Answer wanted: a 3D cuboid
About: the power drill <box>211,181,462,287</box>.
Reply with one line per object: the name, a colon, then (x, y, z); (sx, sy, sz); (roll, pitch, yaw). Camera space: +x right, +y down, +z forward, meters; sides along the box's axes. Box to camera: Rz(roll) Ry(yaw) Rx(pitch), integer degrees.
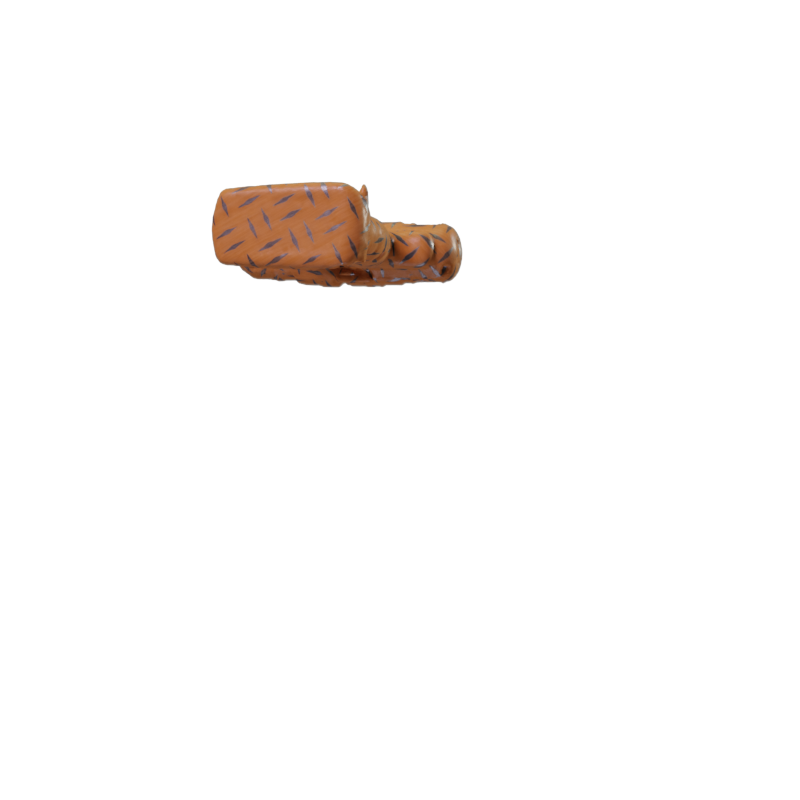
power drill: (-0.063, -0.115, 0.808); (0.189, 0.058, 0.182); (0, 1, 19)
